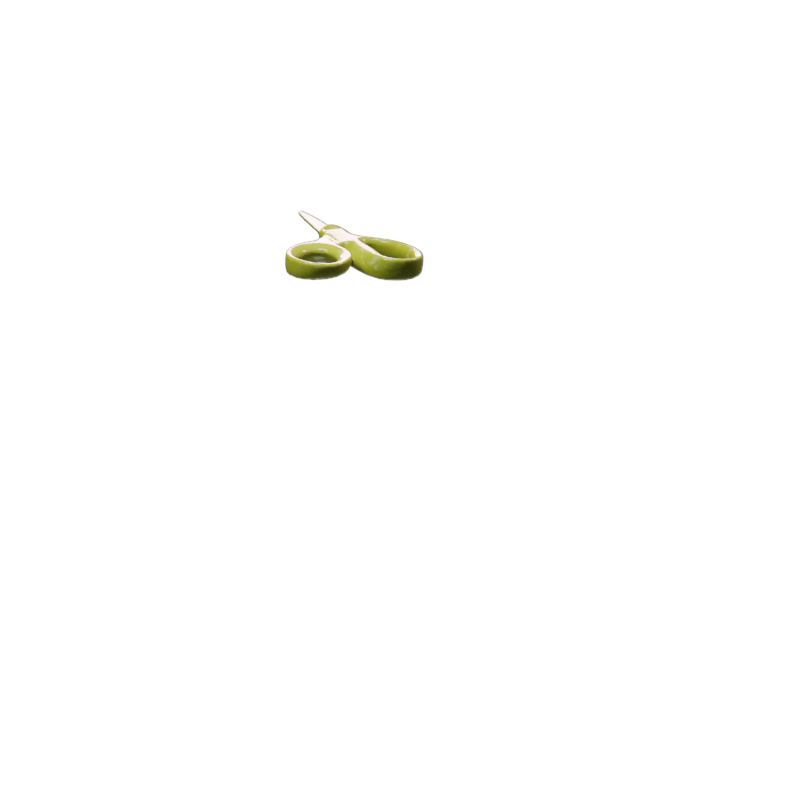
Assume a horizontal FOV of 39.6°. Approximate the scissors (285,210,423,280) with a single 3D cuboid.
[{"bbox_3d":[-0.060,-0.110,0.767,0.094,0.015,0.214,-11,22,-29],"label":"scissors"}]
